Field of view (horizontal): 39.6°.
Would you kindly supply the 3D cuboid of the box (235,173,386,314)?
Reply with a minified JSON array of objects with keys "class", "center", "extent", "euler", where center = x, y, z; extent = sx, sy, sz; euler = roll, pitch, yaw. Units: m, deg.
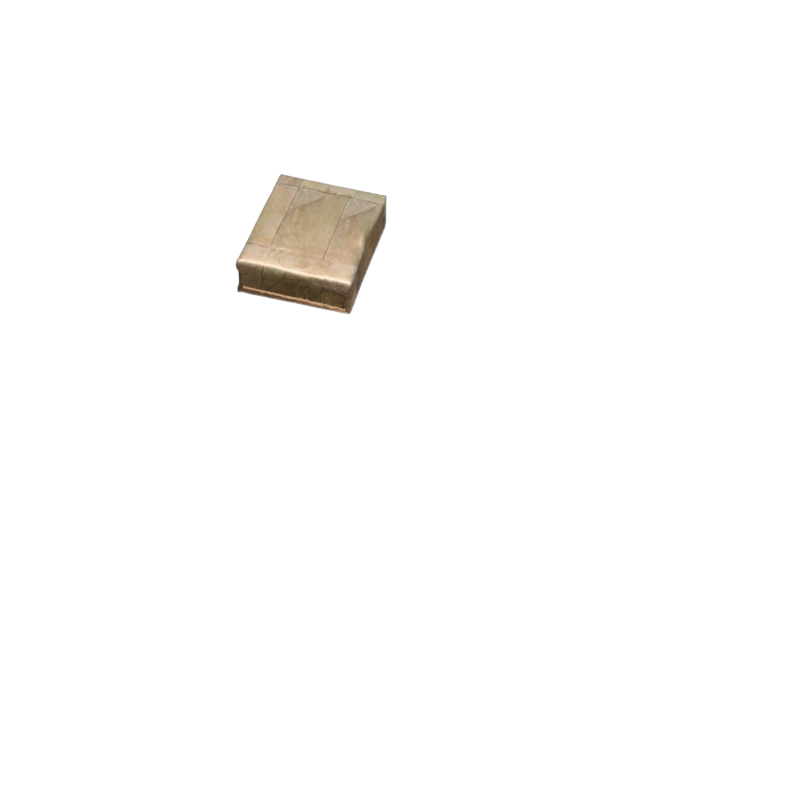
[{"class":"box","center":[-0.054,-0.099,0.694],"extent":[0.075,0.094,0.028],"euler":[12,-42,10]}]
